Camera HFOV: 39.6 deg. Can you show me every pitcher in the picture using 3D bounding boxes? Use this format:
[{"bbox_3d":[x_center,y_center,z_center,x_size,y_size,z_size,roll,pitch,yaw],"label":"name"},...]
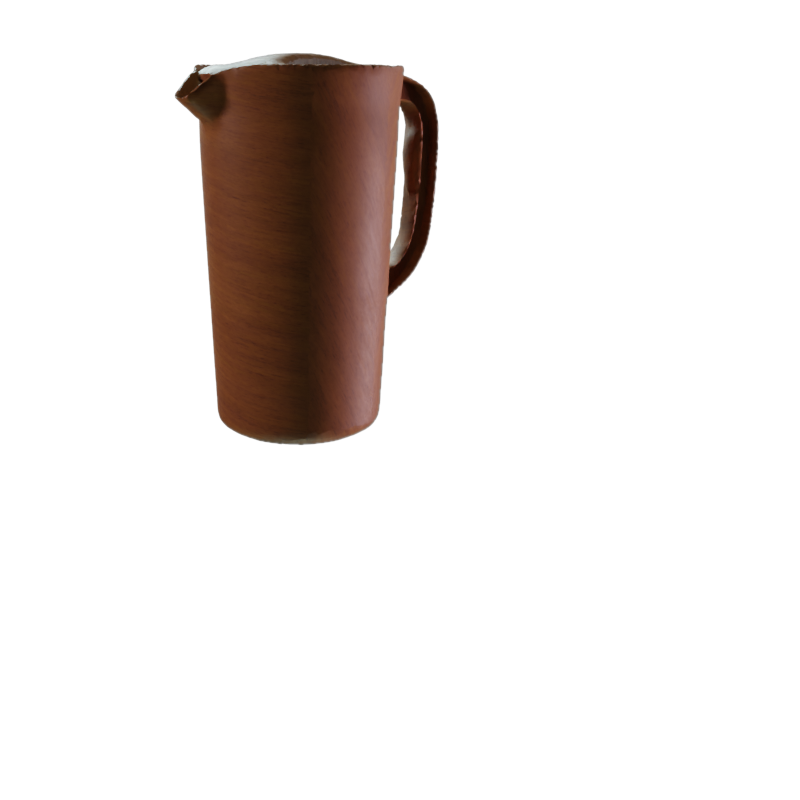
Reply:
[{"bbox_3d":[-0.057,-0.104,0.725,0.151,0.237,0.147,3,12,10],"label":"pitcher"}]
